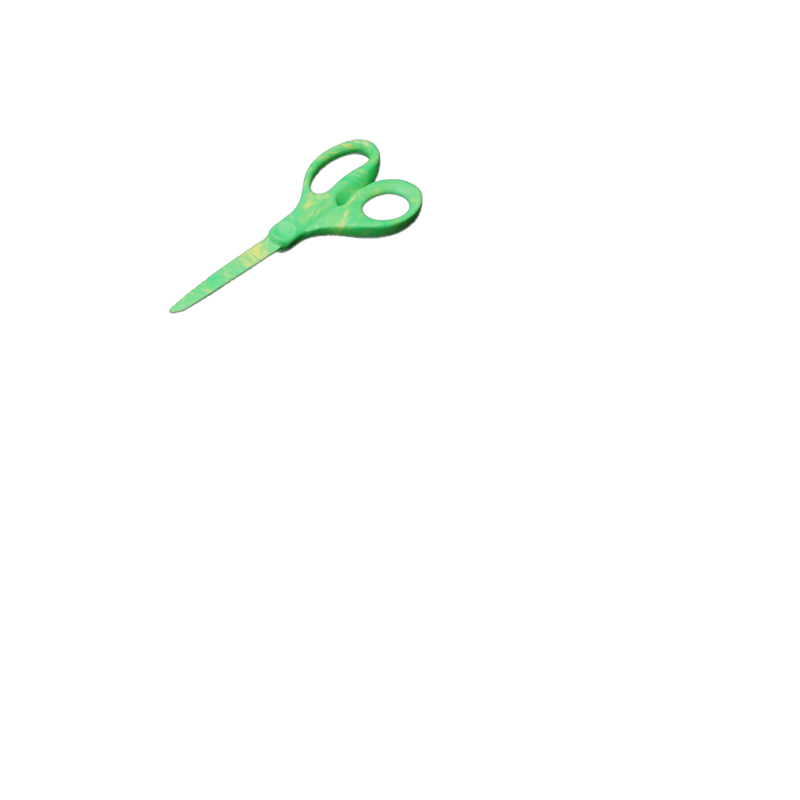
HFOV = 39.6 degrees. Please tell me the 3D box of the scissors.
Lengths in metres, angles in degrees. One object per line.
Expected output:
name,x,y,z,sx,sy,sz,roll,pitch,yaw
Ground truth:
scissors,-0.059,-0.107,0.753,0.100,0.208,0.015,24,-34,17
